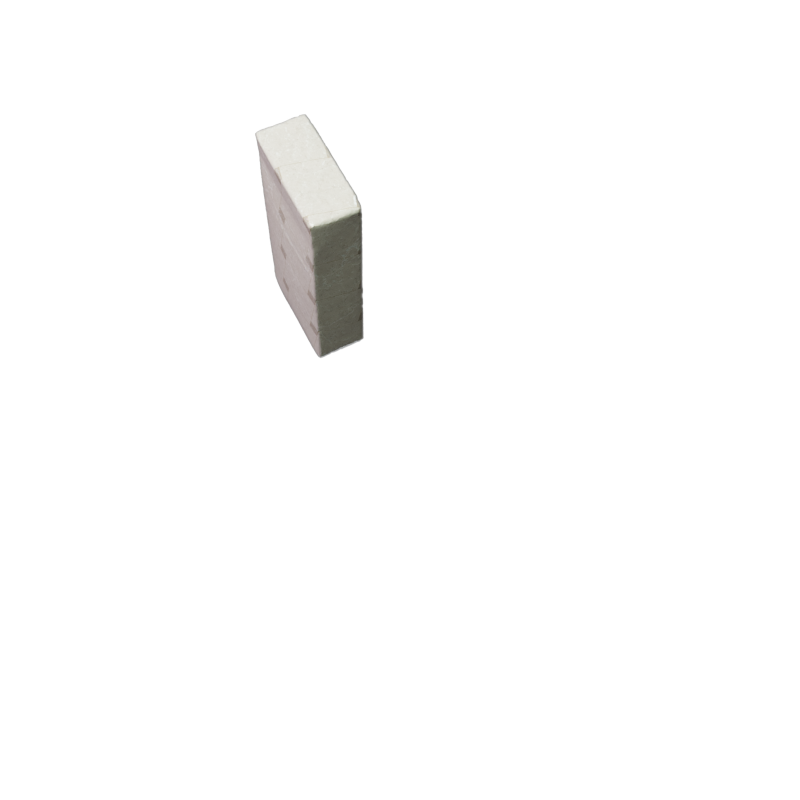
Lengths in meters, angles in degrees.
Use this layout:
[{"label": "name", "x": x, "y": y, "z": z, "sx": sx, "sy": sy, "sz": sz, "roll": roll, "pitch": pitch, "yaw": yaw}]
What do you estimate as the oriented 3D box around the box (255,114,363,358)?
[{"label": "box", "x": -0.063, "y": -0.115, "z": 0.808, "sx": 0.048, "sy": 0.100, "sz": 0.165, "roll": -21, "pitch": -26, "yaw": -15}]
